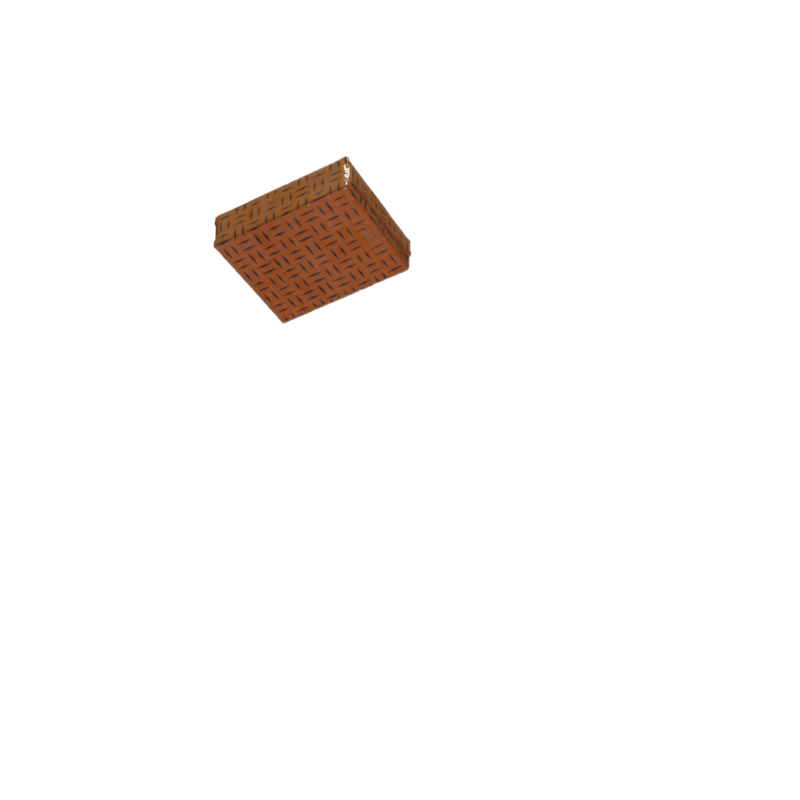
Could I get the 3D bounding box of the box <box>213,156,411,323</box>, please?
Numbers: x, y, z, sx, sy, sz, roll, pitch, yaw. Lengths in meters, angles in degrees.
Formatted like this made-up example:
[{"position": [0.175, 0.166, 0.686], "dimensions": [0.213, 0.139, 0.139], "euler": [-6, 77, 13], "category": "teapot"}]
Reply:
[{"position": [-0.049, -0.090, 0.628], "dimensions": [0.090, 0.032, 0.068], "euler": [-22, -48, 21], "category": "box"}]
